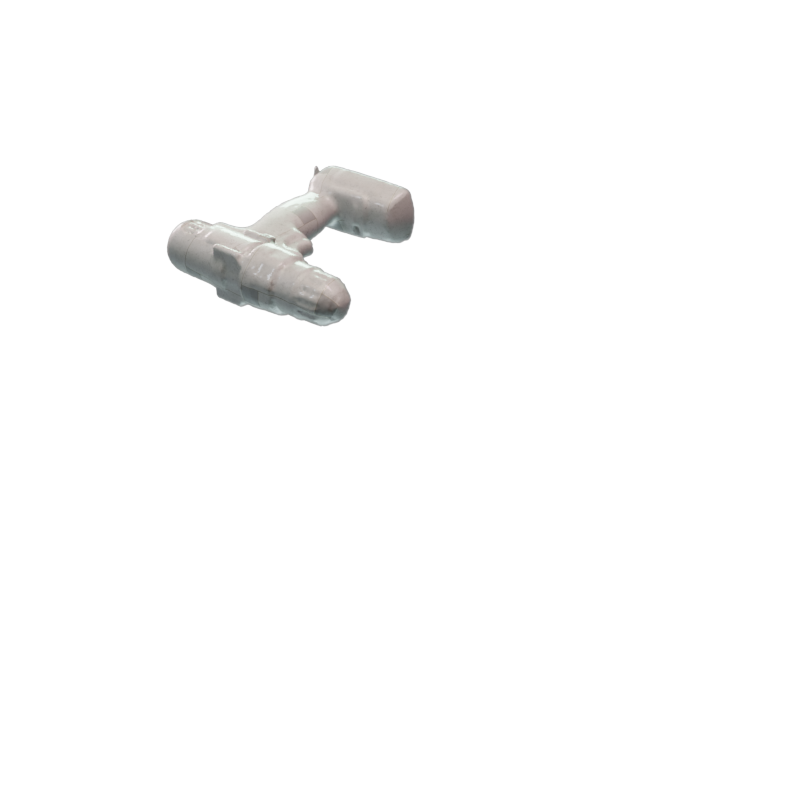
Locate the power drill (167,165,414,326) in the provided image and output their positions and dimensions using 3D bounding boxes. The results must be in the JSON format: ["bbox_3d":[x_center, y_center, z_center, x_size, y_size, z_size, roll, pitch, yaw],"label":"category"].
[{"bbox_3d":[-0.072,-0.132,0.926,0.196,0.054,0.188,24,39,33],"label":"power drill"}]
